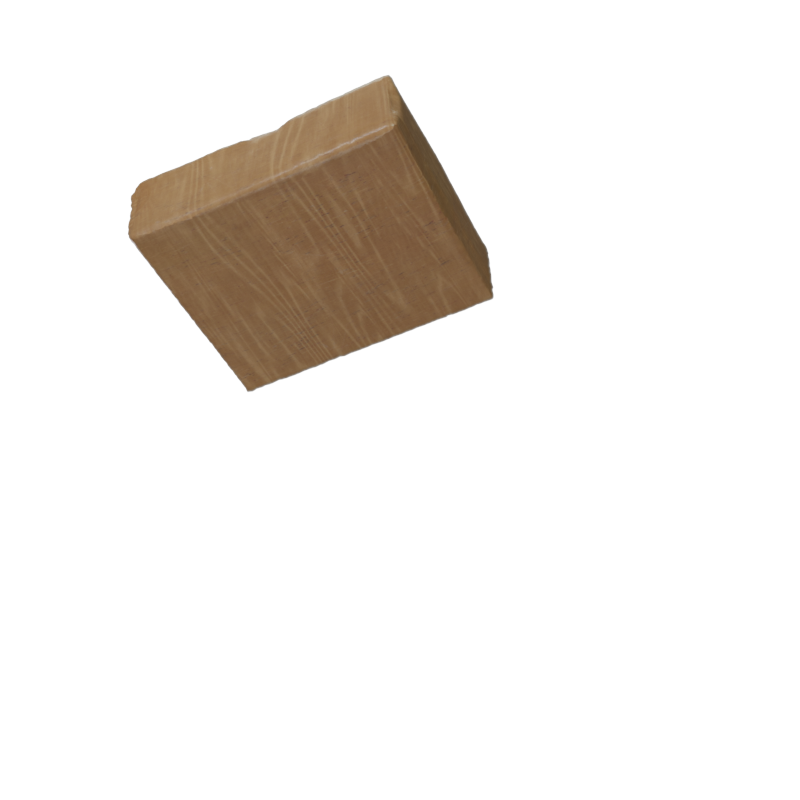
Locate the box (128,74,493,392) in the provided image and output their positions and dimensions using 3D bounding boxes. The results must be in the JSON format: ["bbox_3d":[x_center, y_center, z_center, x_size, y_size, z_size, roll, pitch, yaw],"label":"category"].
[{"bbox_3d":[-0.027,-0.048,0.338,0.090,0.032,0.068,-20,-50,17],"label":"box"}]
